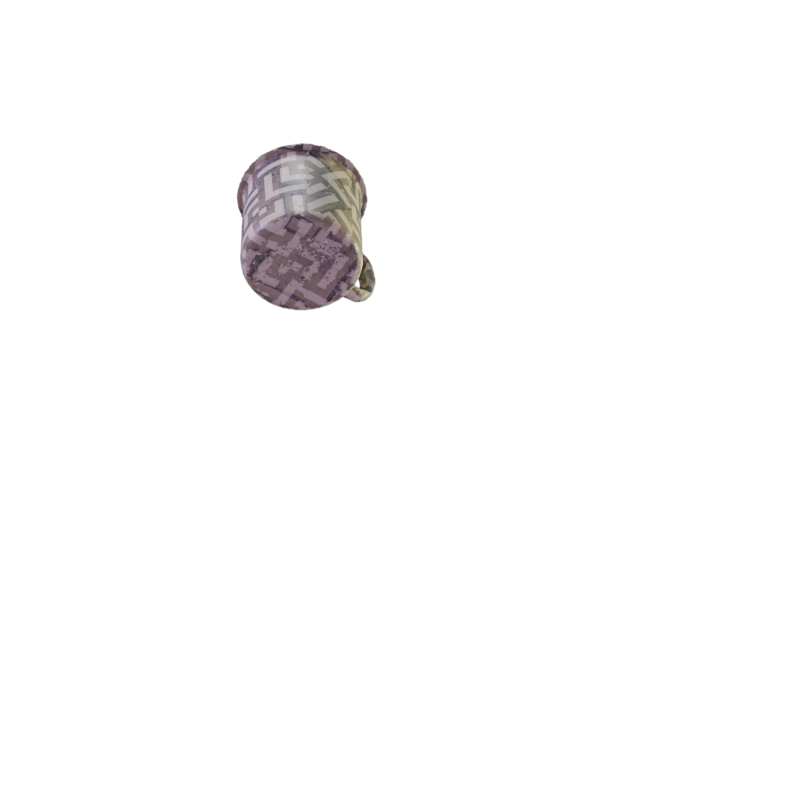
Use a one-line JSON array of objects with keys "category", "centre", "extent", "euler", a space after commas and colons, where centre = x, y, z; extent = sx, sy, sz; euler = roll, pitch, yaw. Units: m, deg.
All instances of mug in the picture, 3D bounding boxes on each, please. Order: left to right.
[{"category": "mug", "centre": [-0.060, -0.109, 0.767], "extent": [0.093, 0.087, 0.110], "euler": [-34, -57, 23]}]
